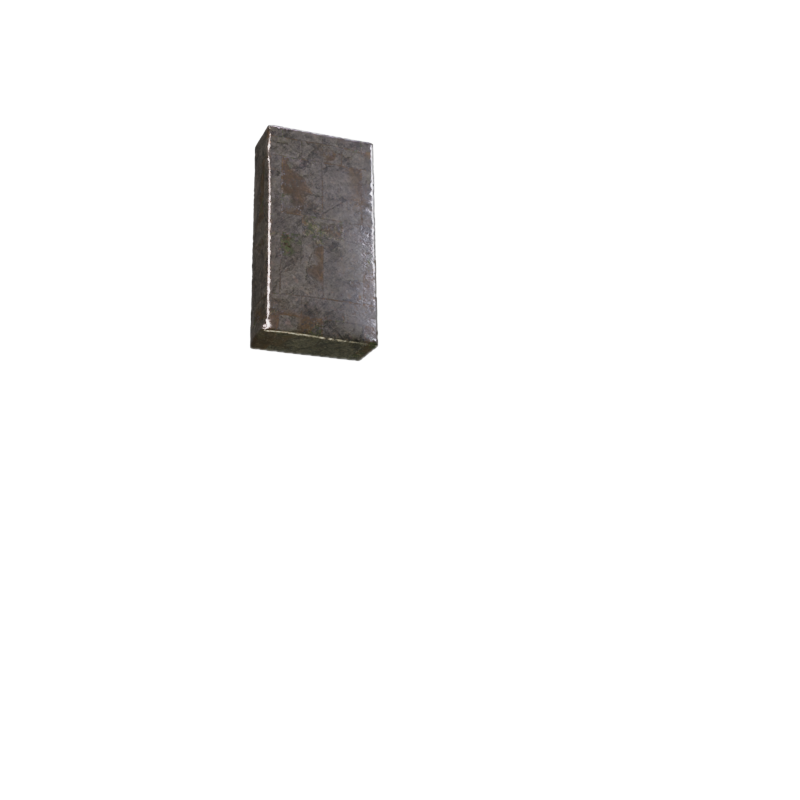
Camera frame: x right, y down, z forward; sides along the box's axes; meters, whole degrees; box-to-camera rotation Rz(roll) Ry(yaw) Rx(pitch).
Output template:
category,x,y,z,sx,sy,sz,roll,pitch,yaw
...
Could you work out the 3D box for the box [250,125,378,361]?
category,x,y,z,sx,sy,sz,roll,pitch,yaw
box,-0.068,-0.124,0.870,0.091,0.186,0.047,7,-27,-19
